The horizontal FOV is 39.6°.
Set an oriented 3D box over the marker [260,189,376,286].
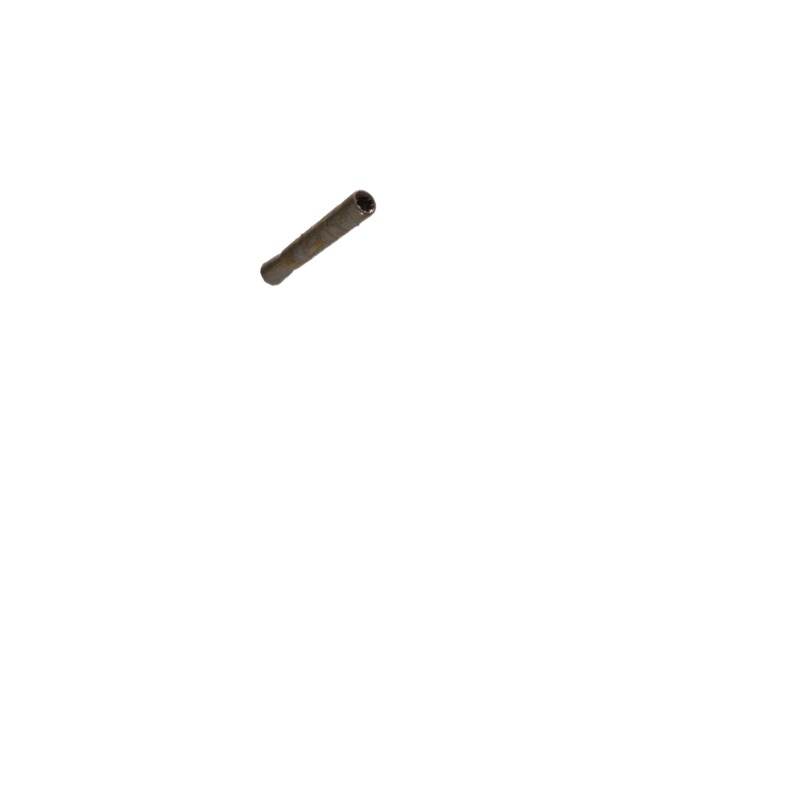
[{"bbox_3d":[-0.059,-0.107,0.749,0.019,0.021,0.120,-3,-17,-40],"label":"marker"}]
